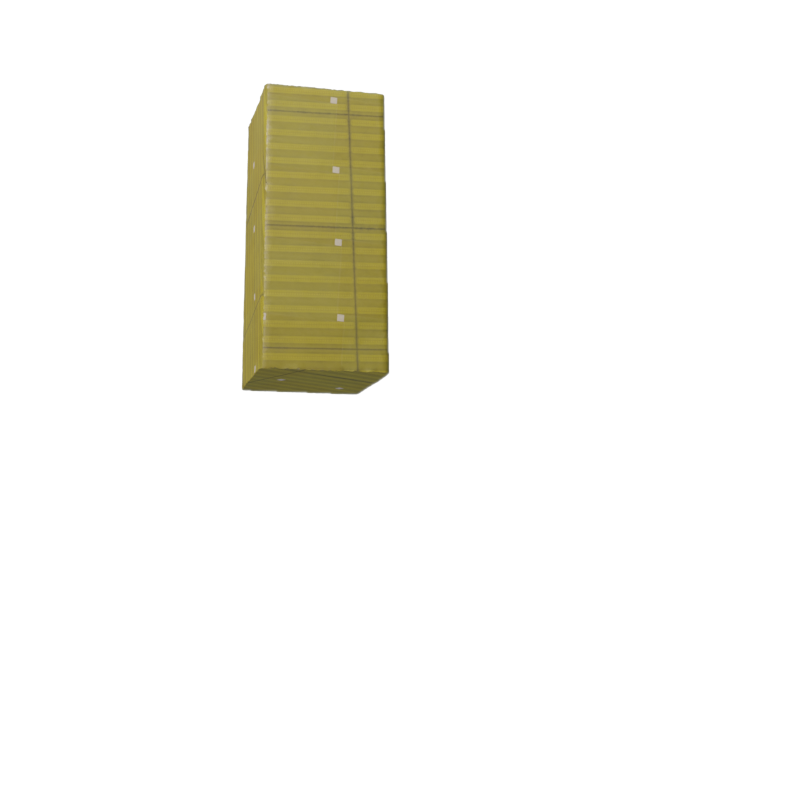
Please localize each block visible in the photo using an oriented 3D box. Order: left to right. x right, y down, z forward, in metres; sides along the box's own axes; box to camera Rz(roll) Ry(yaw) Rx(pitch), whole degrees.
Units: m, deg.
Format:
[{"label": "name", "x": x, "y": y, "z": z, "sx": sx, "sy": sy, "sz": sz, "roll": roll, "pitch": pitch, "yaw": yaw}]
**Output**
[{"label": "block", "x": -0.063, "y": -0.115, "z": 0.807, "sx": 0.089, "sy": 0.214, "sz": 0.088, "roll": 3, "pitch": -16, "yaw": -14}]
